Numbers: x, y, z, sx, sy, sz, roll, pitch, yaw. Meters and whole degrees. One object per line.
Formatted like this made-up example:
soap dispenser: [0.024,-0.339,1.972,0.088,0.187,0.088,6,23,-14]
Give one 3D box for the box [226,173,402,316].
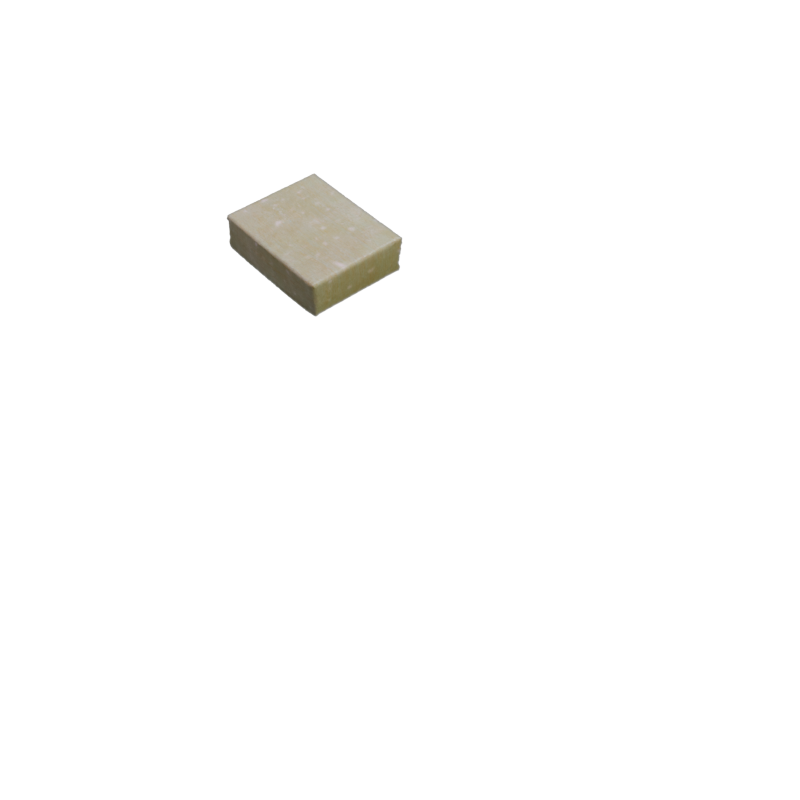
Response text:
box: [-0.069,-0.125,0.874,0.090,0.036,0.122,-31,54,-27]
